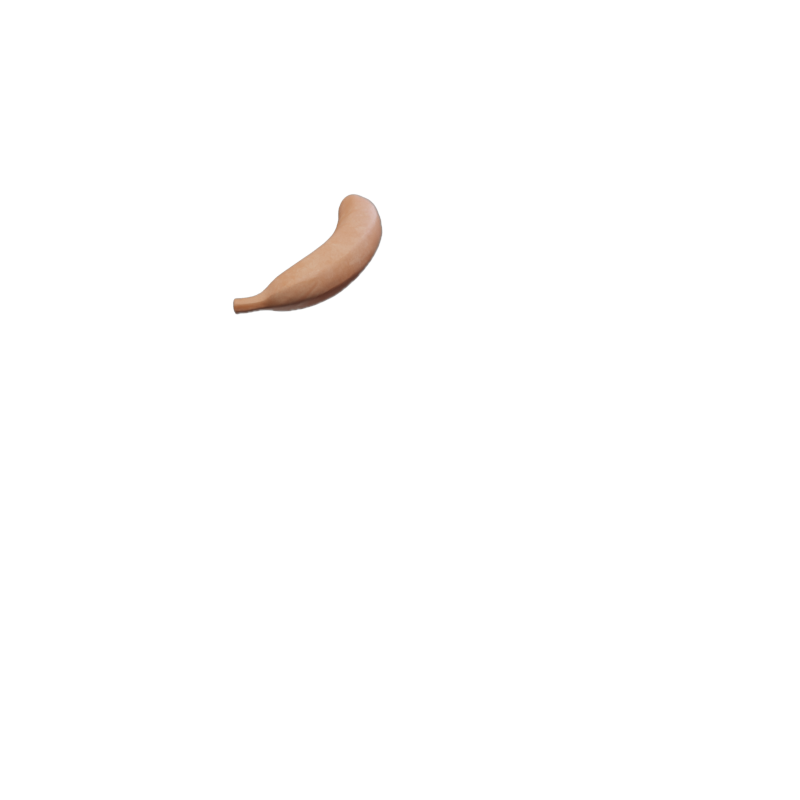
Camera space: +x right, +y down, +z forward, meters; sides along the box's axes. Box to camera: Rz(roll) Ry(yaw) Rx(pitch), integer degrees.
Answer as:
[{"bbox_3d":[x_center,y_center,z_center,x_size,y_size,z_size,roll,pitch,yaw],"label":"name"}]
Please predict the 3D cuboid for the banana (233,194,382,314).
[{"bbox_3d":[-0.053,-0.118,0.865,0.072,0.034,0.202,14,35,20],"label":"banana"}]
